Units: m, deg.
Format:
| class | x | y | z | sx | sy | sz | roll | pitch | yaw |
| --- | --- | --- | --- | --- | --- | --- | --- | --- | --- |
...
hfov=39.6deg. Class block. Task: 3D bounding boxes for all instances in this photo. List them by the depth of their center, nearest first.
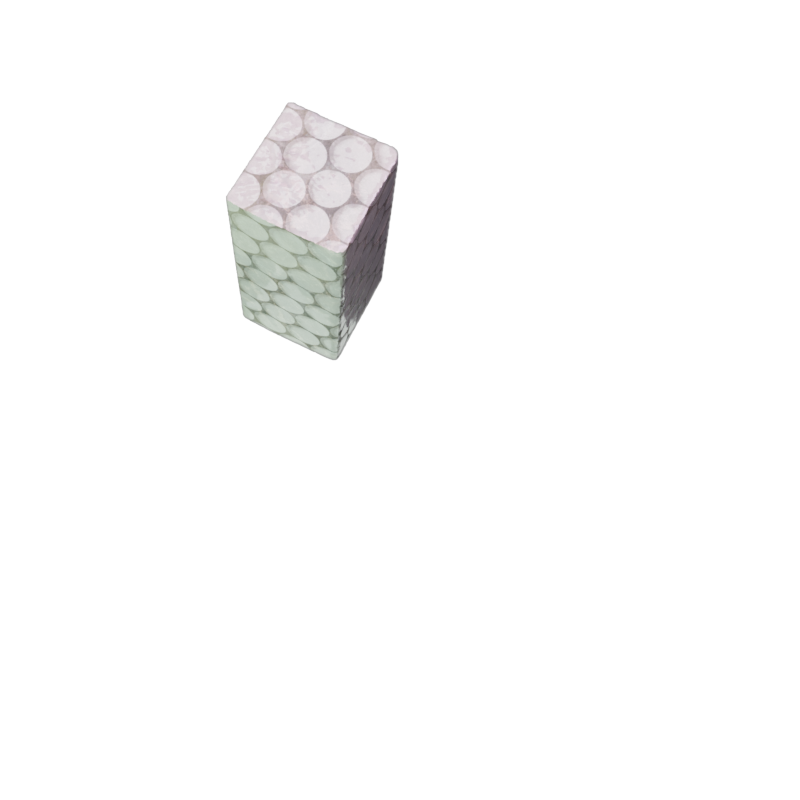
| class | x | y | z | sx | sy | sz | roll | pitch | yaw |
| --- | --- | --- | --- | --- | --- | --- | --- | --- | --- |
| block | -0.065 | -0.118 | 0.833 | 0.092 | 0.093 | 0.196 | 27 | -20 | 6 |
